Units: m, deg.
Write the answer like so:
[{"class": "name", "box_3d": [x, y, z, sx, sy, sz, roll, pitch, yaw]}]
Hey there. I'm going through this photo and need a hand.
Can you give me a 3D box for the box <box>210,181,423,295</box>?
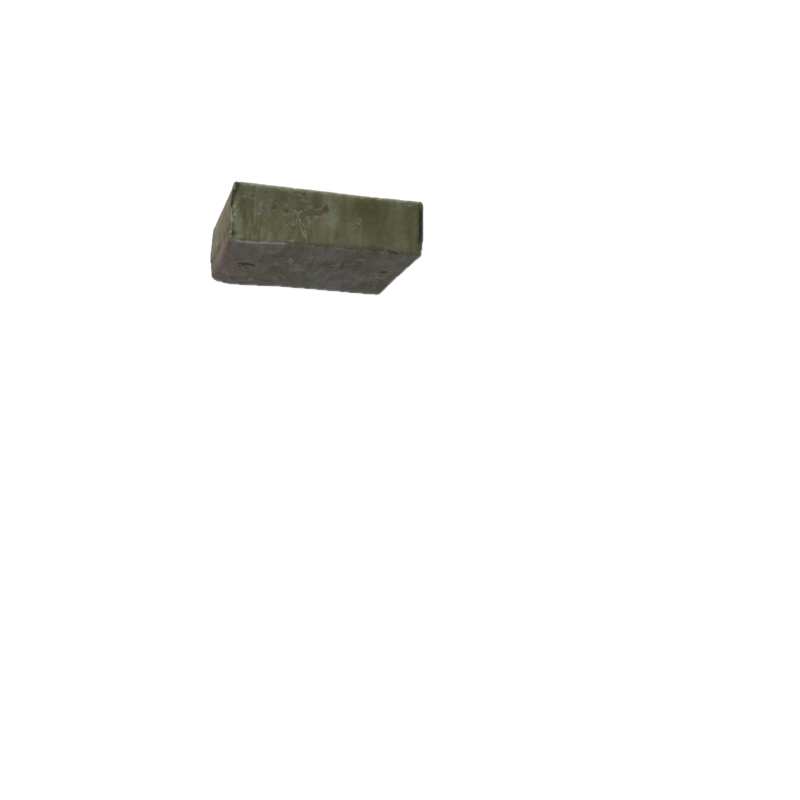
[{"class": "box", "box_3d": [-0.052, -0.094, 0.660, 0.111, 0.040, 0.088, 3, -12, -14]}]
